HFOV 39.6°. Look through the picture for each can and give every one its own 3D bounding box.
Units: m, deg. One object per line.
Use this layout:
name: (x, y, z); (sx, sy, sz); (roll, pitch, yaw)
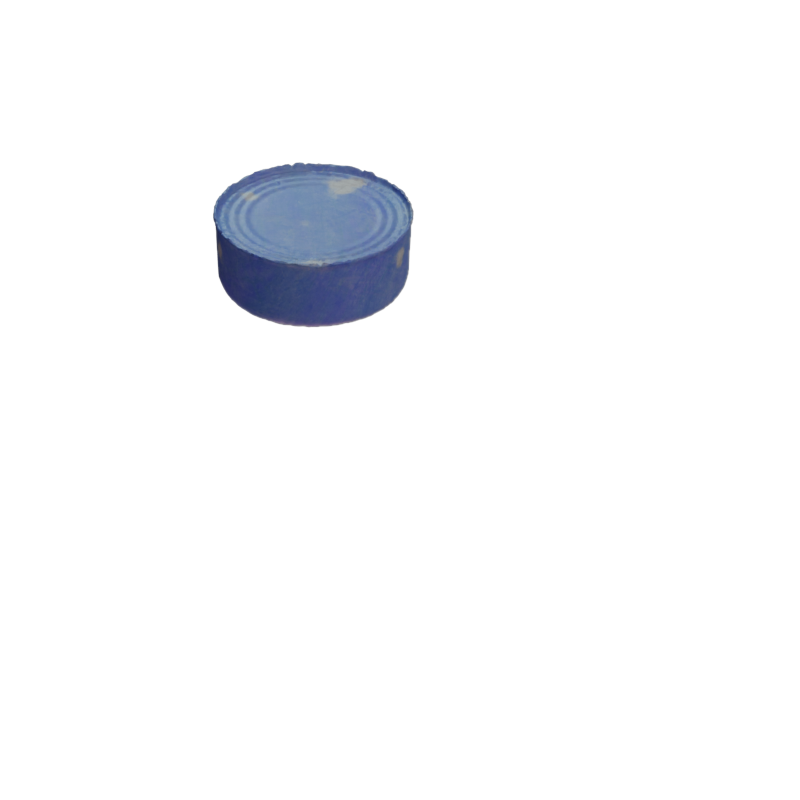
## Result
can: (-0.038, -0.069, 0.484); (0.086, 0.031, 0.092); (-1, 37, -2)
